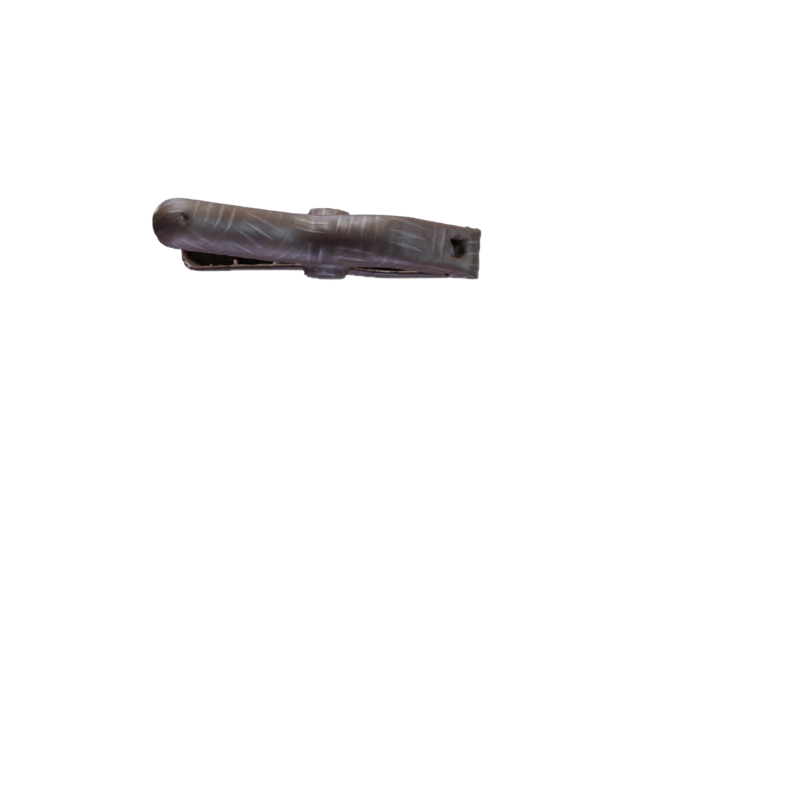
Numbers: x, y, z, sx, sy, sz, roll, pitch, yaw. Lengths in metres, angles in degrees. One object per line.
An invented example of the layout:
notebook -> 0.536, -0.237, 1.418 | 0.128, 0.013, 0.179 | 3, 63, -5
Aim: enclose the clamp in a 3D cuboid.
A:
clamp -> -0.045, -0.082, 0.575 | 0.173, 0.039, 0.119 | 1, 5, 8
